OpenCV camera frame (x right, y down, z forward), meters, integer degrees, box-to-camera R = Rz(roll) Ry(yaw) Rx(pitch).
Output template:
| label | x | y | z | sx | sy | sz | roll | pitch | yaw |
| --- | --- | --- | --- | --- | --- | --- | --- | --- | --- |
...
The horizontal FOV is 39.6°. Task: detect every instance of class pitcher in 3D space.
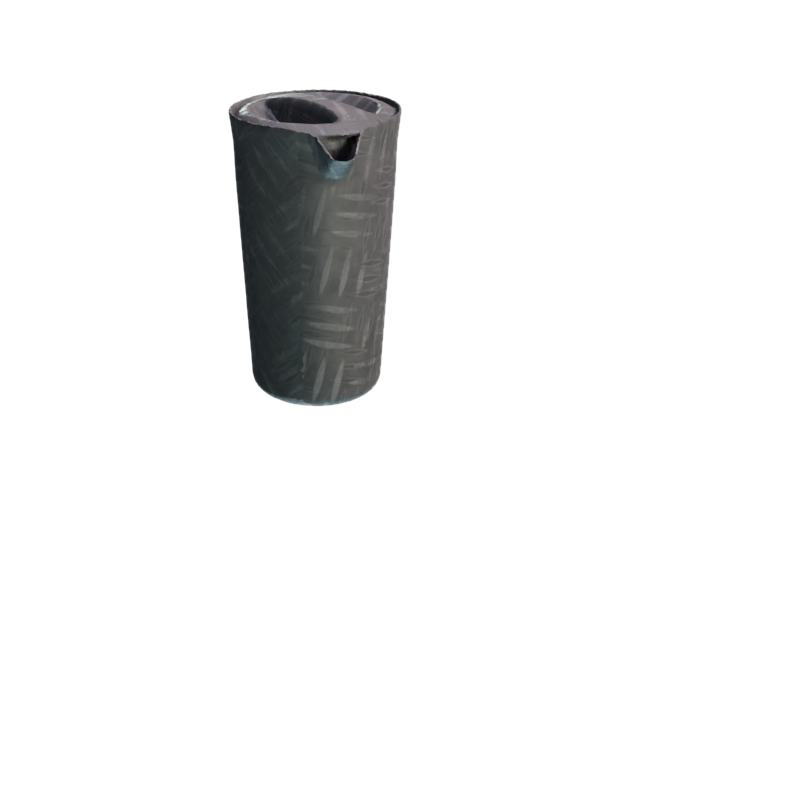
| label | x | y | z | sx | sy | sz | roll | pitch | yaw |
| --- | --- | --- | --- | --- | --- | --- | --- | --- | --- |
| pitcher | -0.071 | -0.129 | 0.903 | 0.151 | 0.231 | 0.150 | 13 | 26 | 24 |
